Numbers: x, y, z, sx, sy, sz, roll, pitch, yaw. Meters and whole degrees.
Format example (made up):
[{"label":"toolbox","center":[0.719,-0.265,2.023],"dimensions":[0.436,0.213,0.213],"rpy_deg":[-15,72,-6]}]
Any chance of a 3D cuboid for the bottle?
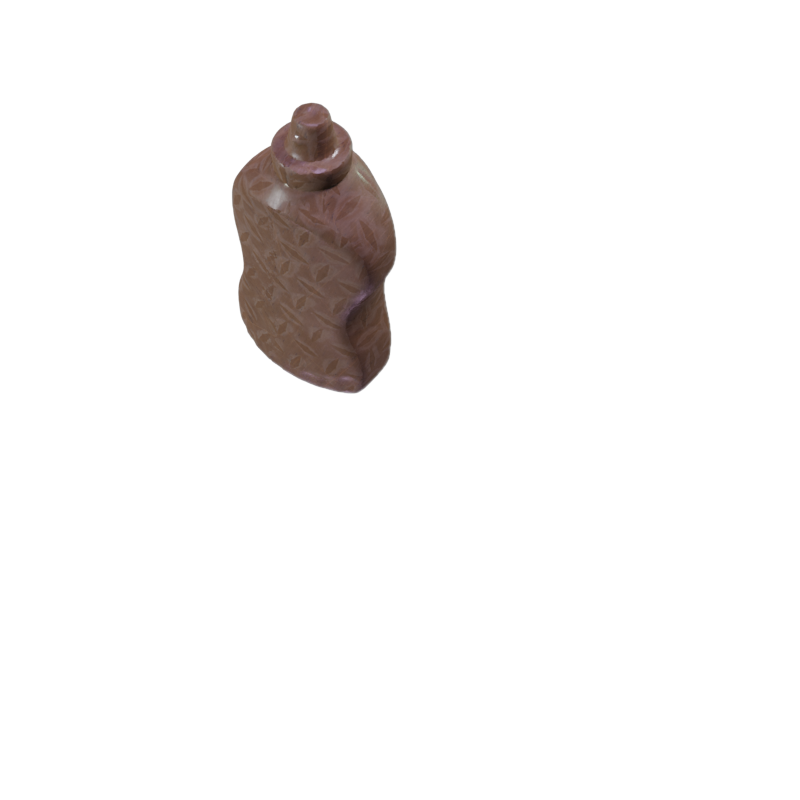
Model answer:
[{"label":"bottle","center":[-0.048,-0.086,0.605],"dimensions":[0.101,0.059,0.179],"rpy_deg":[35,-30,20]}]
